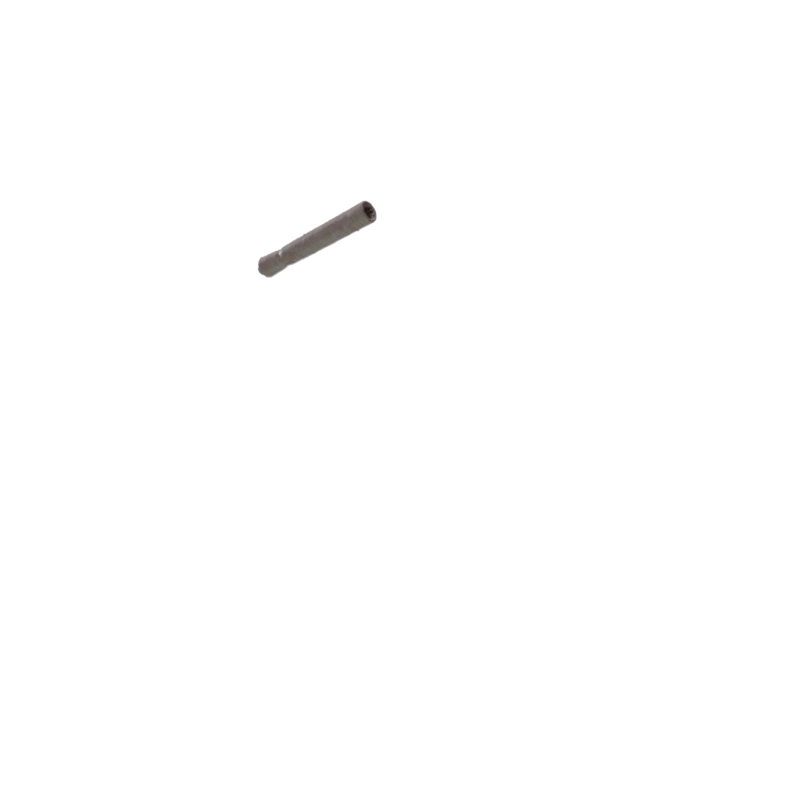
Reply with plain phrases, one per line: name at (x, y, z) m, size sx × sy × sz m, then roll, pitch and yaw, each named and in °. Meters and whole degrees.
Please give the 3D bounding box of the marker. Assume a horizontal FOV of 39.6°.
marker at (-0.070, -0.127, 0.893) m, size 0.121 × 0.020 × 0.019 m, roll -22°, pitch -10°, yaw 35°
